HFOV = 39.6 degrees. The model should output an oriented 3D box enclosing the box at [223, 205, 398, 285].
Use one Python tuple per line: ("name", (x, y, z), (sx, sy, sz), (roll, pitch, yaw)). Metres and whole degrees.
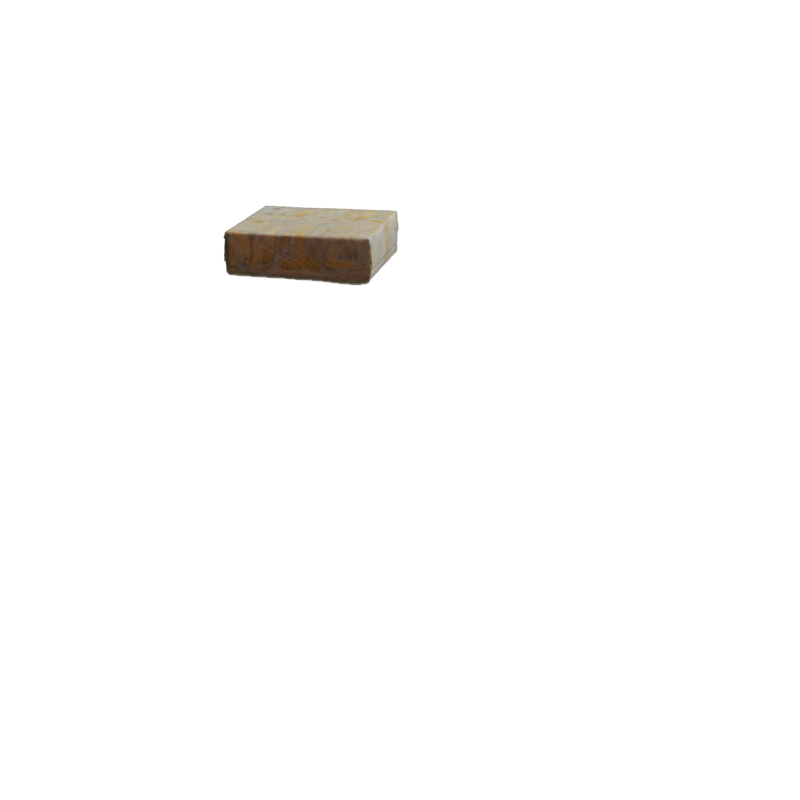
("box", (-0.066, -0.120, 0.839), (0.116, 0.037, 0.092), (6, 23, 14))
